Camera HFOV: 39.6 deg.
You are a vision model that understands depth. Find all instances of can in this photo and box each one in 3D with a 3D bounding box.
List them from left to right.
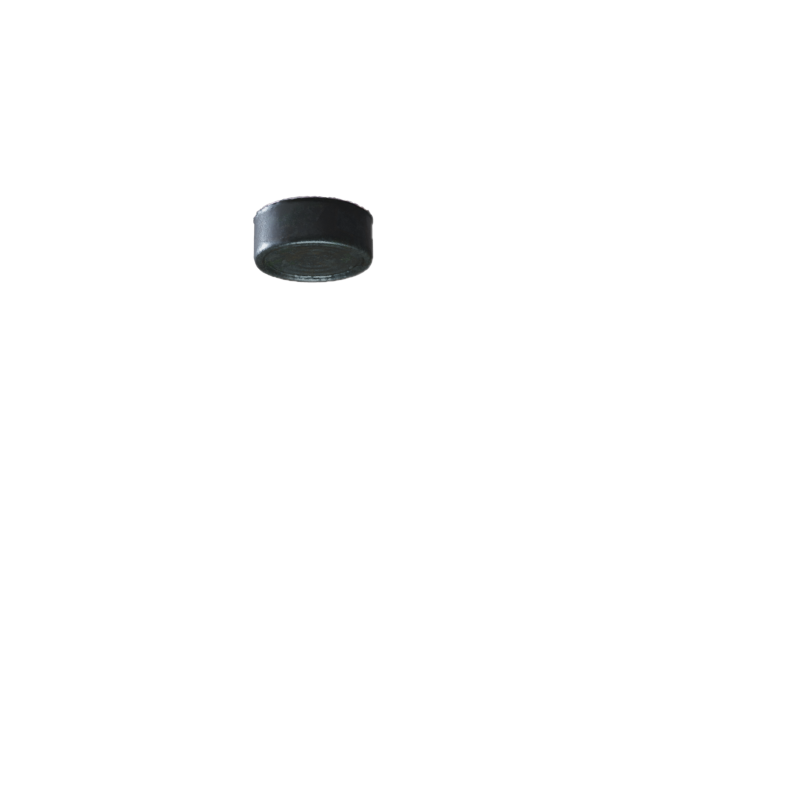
[{"bbox_3d":[-0.061,-0.112,0.785,0.086,0.035,0.082,0,-15,-2],"label":"can"}]
